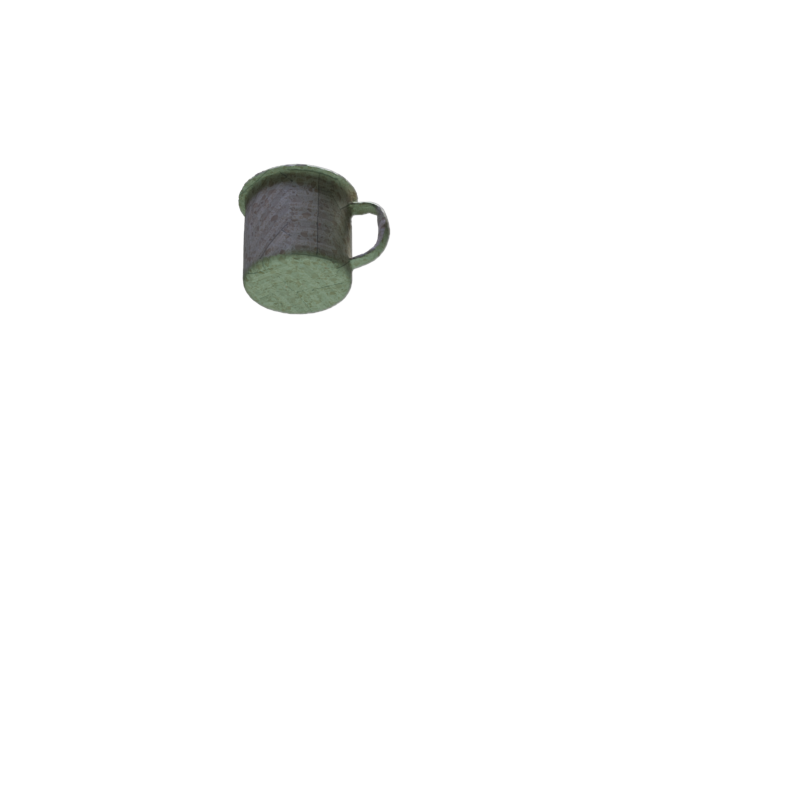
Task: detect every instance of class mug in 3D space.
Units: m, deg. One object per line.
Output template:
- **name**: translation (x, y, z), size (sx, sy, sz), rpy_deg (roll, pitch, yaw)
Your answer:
- **mug**: translation (-0.065, -0.119, 0.835), size (0.118, 0.087, 0.086), rpy_deg (-6, -31, 8)
